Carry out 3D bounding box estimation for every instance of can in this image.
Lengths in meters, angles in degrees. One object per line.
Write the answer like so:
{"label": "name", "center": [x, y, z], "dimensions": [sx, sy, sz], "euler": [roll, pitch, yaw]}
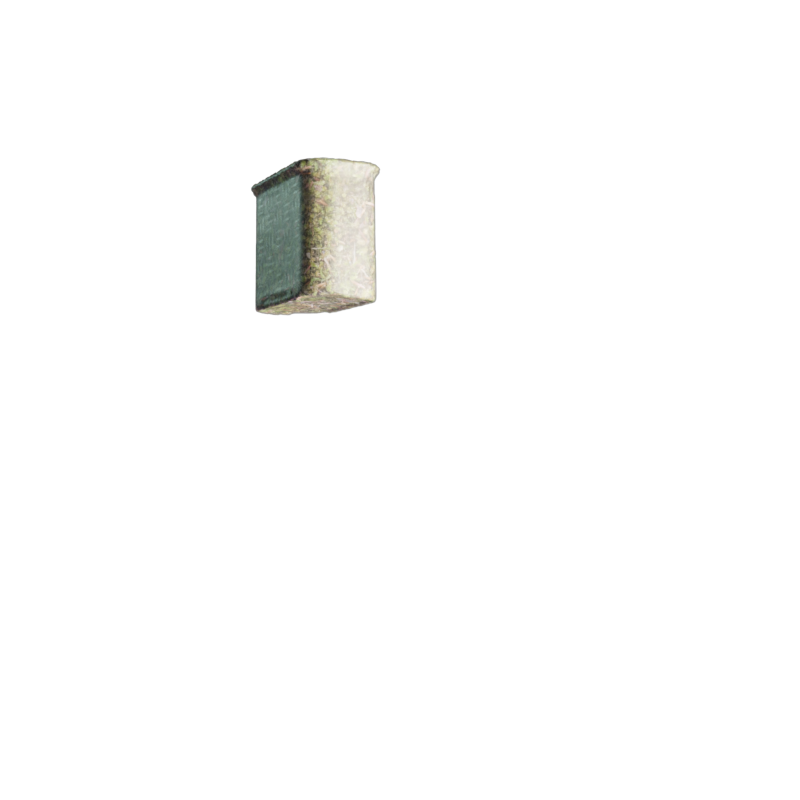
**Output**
{"label": "can", "center": [-0.055, -0.100, 0.701], "dimensions": [0.055, 0.086, 0.103], "euler": [4, -7, -28]}
